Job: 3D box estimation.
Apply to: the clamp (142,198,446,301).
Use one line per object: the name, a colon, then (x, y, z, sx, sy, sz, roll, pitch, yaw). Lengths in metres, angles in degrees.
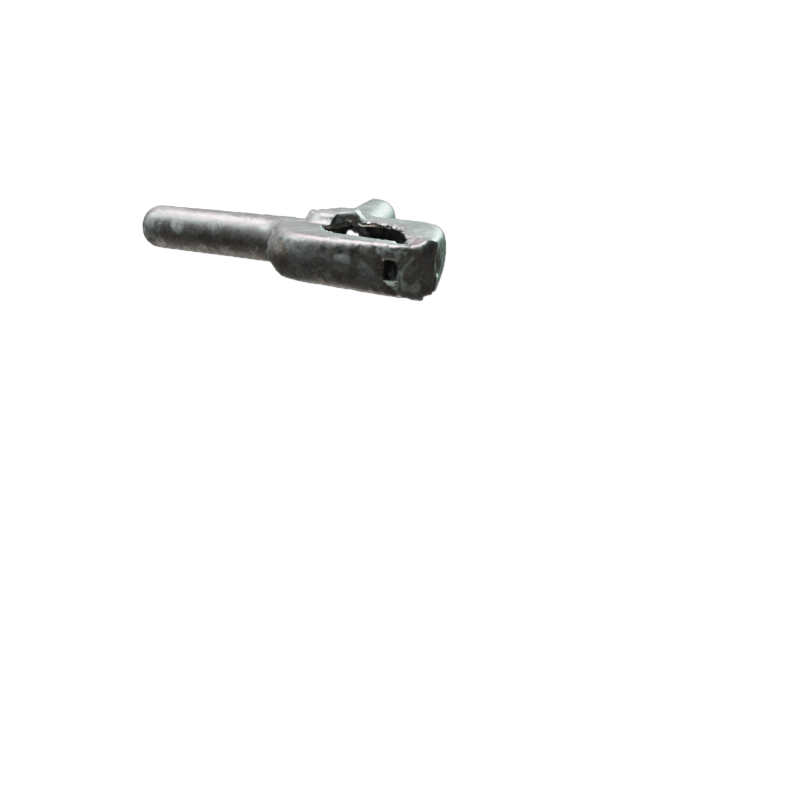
clamp: (-0.048, -0.087, 0.608, 0.161, 0.035, 0.221, -6, 17, -19)
